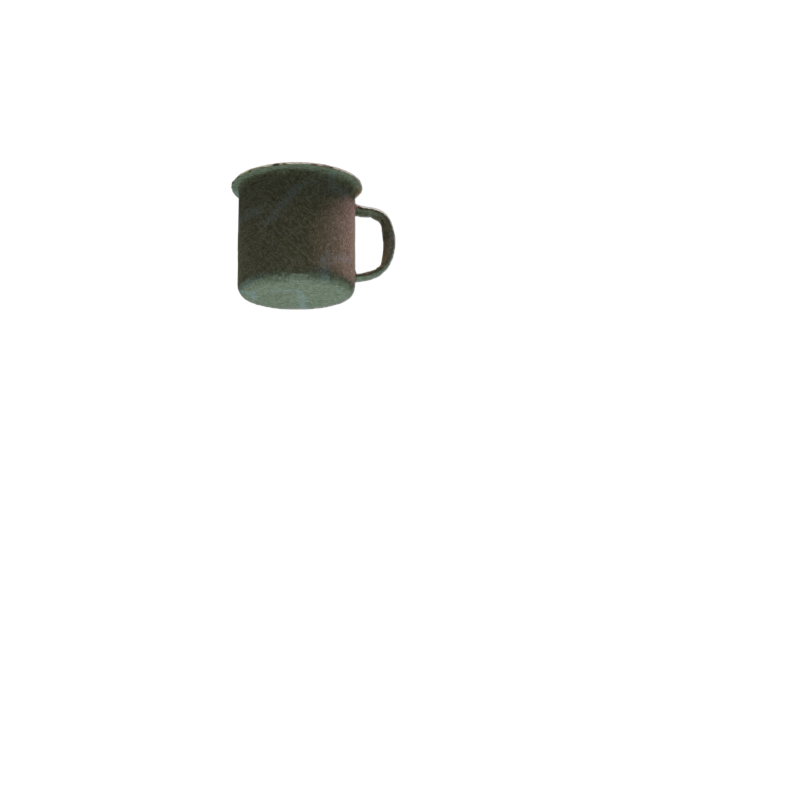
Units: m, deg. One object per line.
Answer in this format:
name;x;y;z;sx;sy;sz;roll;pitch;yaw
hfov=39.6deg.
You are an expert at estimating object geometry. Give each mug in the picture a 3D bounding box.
mug;-0.061;-0.111;0.776;0.115;0.085;0.092;3;-14;-14
